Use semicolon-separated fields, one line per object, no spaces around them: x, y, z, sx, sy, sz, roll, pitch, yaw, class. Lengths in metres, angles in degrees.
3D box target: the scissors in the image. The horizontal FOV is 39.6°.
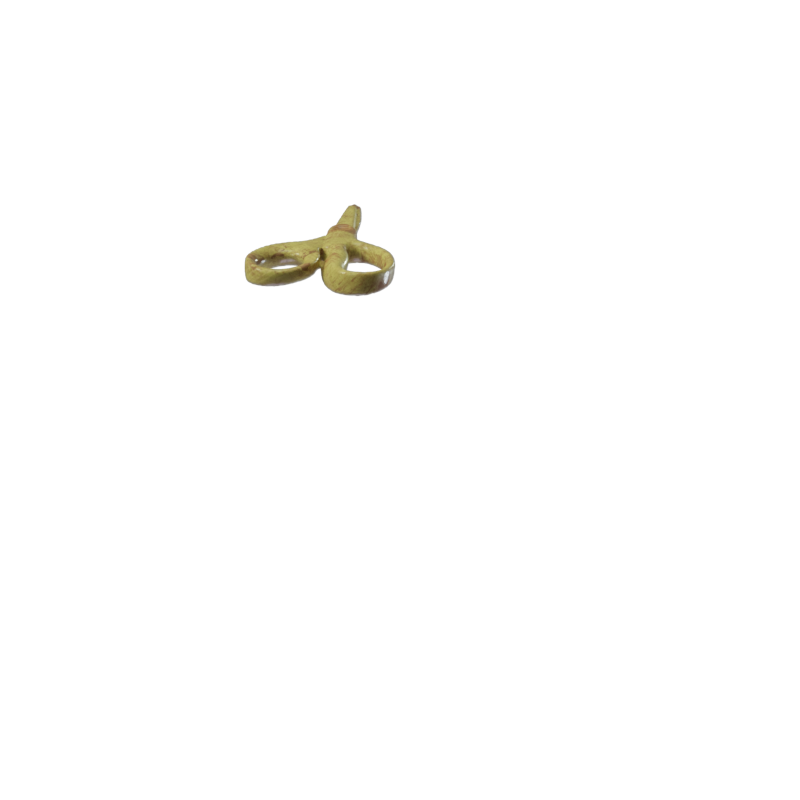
-0.055;-0.101;0.705;0.095;0.015;0.212;-4;21;-10;scissors
